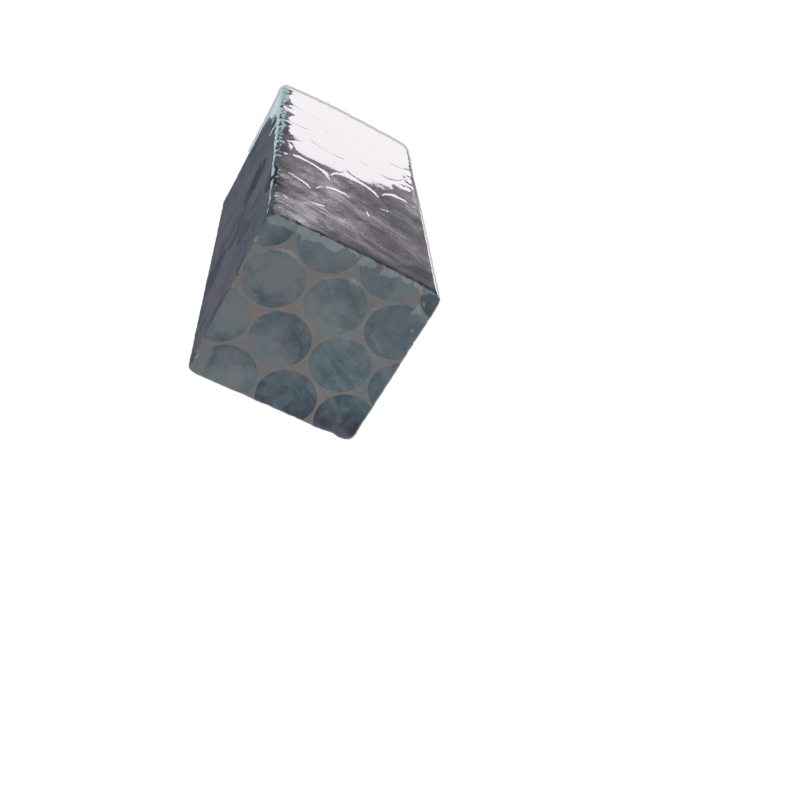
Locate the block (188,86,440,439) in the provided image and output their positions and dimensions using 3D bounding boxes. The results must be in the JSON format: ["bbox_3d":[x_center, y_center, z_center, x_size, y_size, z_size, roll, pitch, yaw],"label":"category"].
[{"bbox_3d":[-0.046,-0.086,0.599,0.087,0.088,0.219,24,25,-16],"label":"block"}]
